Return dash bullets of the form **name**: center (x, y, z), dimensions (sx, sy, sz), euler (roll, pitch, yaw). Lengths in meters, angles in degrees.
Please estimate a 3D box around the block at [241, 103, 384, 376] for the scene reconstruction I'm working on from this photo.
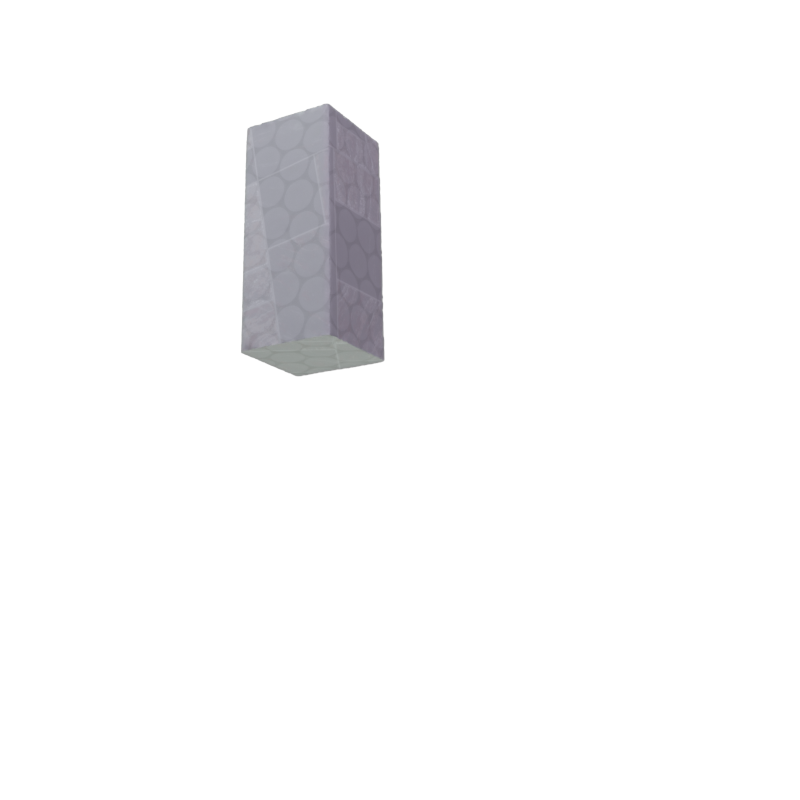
- **block**: center (-0.075, -0.136, 0.953), dimensions (0.092, 0.217, 0.085), euler (-13, -24, 28)
